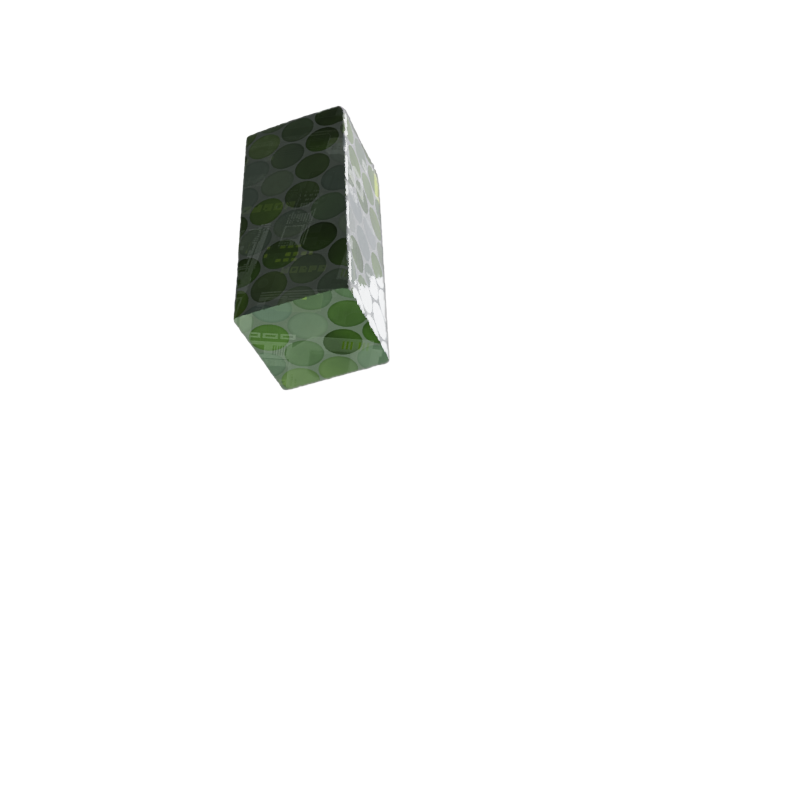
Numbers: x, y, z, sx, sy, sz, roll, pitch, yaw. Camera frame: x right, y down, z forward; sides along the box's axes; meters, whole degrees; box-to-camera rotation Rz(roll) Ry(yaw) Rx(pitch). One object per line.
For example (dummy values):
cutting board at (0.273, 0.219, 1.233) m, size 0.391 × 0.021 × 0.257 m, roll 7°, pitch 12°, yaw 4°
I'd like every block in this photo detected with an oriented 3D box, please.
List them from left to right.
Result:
block at (-0.068, -0.125, 0.873) m, size 0.091 × 0.221 × 0.084 m, roll -16°, pitch -44°, yaw 14°
